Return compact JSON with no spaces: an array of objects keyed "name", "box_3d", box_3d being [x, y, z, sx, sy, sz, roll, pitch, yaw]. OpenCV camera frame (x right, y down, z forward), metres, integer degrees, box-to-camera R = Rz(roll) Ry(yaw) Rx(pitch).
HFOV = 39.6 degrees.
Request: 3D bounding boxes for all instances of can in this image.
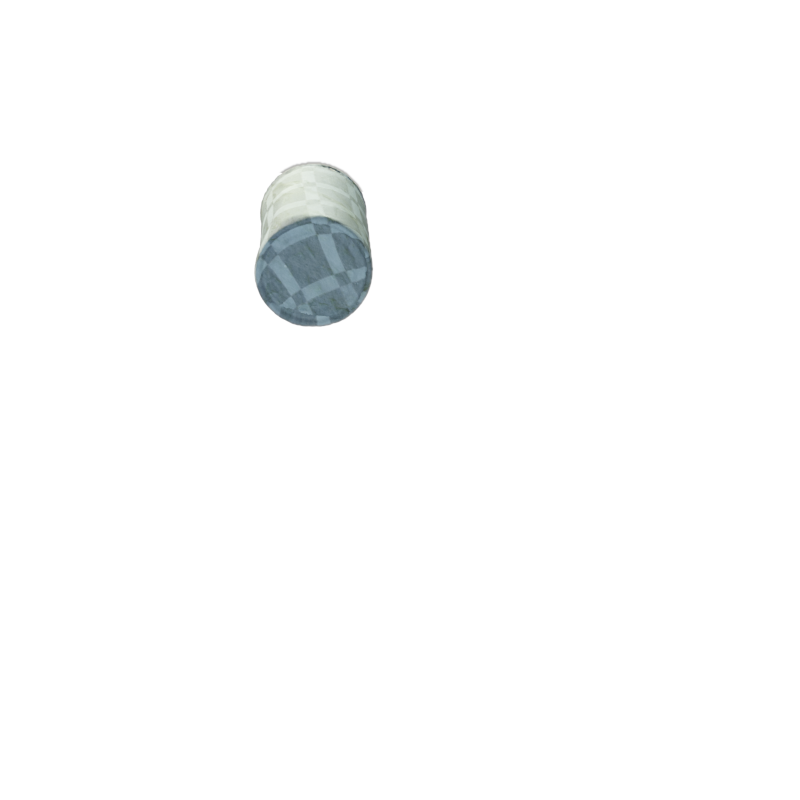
[{"name":"can","box_3d":[-0.052,-0.094,0.660,0.068,0.065,0.108,0,26,-3]}]
